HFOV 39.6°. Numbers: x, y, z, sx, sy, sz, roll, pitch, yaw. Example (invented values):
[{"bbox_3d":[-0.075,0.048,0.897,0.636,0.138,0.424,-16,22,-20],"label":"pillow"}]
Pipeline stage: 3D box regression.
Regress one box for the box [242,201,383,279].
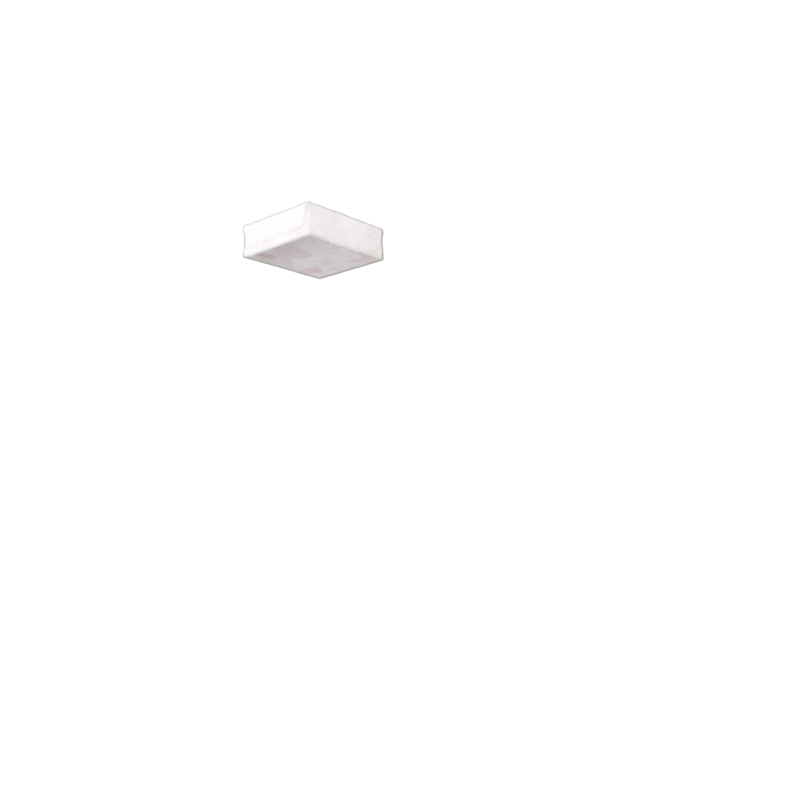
[{"bbox_3d":[-0.069,-0.125,0.876,0.074,0.031,0.084,-13,-18,42],"label":"box"}]
